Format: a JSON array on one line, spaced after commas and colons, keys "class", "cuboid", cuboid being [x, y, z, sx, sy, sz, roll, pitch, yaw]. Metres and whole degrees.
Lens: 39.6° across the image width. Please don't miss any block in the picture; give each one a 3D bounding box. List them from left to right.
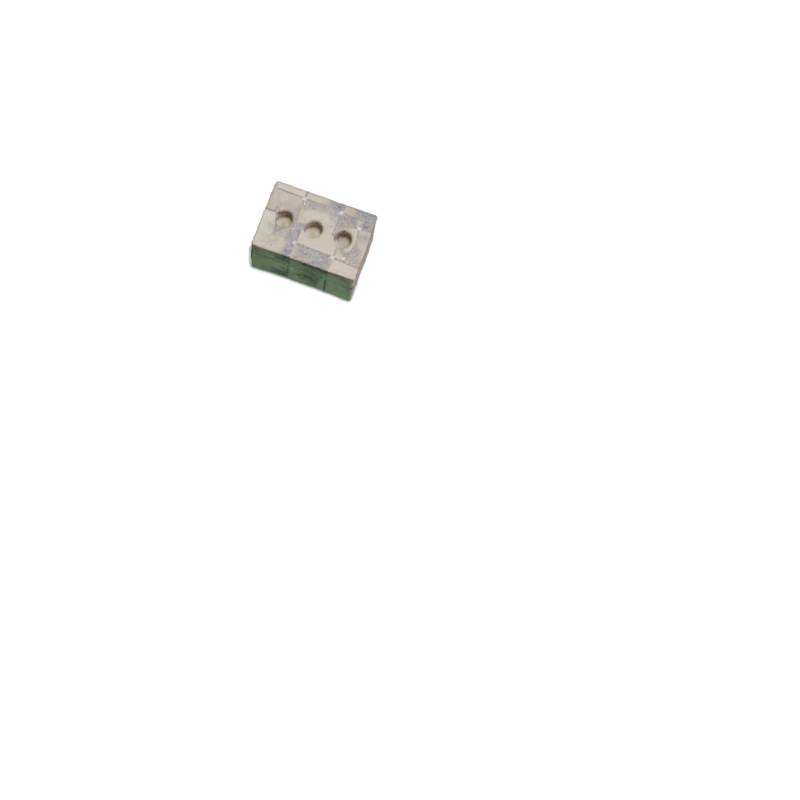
[{"class": "block", "cuboid": [-0.062, -0.112, 0.786, 0.079, 0.054, 0.049, 19, -17, 5]}]
